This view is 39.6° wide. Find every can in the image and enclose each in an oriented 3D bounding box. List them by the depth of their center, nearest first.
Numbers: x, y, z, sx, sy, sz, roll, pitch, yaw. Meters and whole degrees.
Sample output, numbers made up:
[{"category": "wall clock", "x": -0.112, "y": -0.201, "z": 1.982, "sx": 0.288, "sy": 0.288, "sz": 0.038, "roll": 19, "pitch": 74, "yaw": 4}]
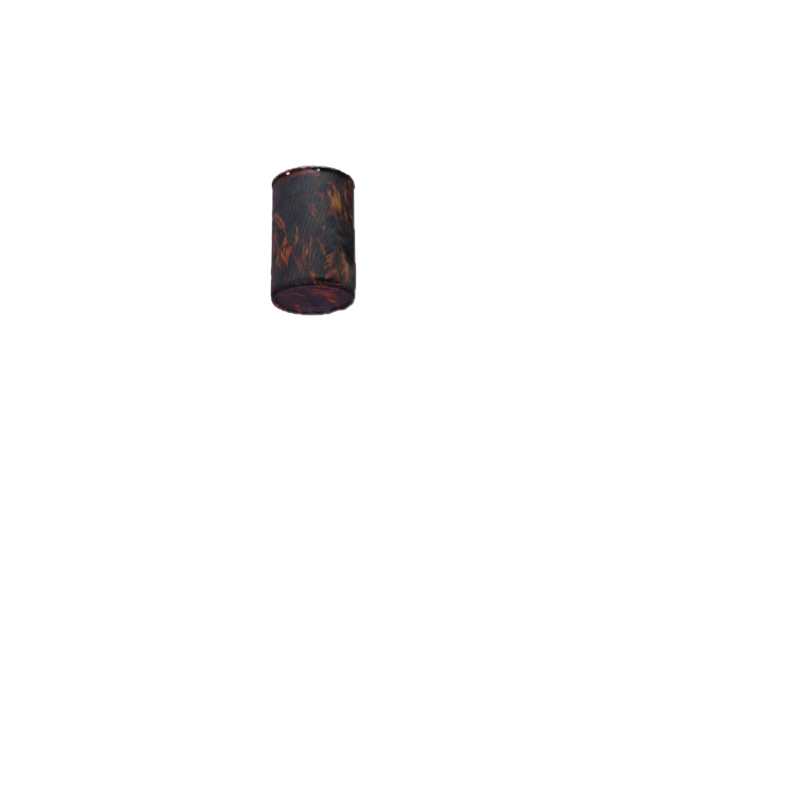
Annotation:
[{"category": "can", "x": -0.069, "y": -0.126, "z": 0.881, "sx": 0.068, "sy": 0.107, "sz": 0.065, "roll": 0, "pitch": -21, "yaw": -2}]
